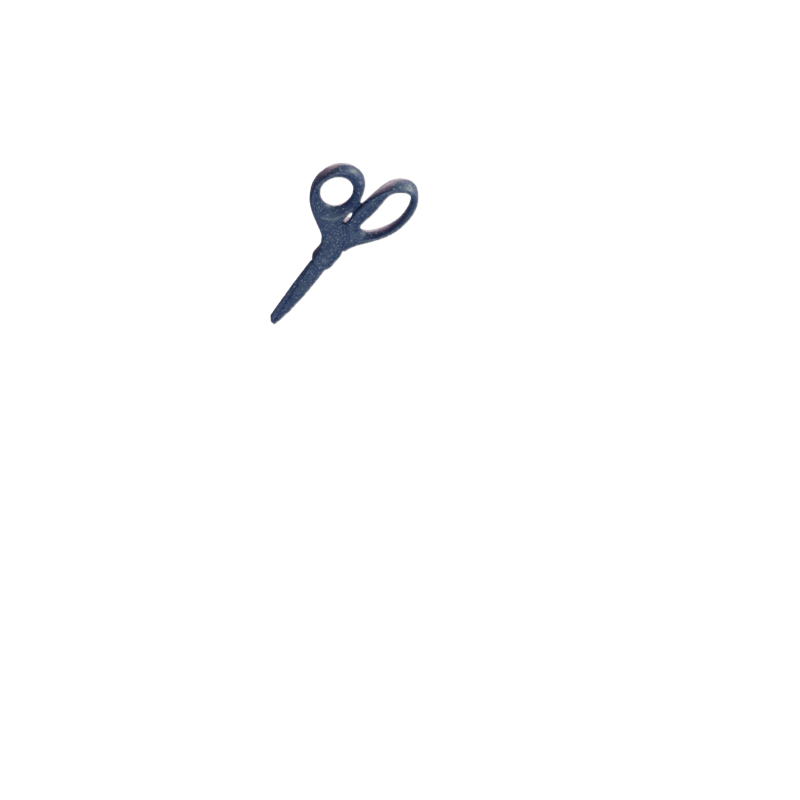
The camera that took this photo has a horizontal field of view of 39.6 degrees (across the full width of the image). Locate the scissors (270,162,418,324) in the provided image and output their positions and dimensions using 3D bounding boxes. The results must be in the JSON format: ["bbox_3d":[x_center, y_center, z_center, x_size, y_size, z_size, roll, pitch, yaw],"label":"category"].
[{"bbox_3d":[-0.073,-0.134,0.936,0.200,0.017,0.090,-31,-50,31],"label":"scissors"}]
